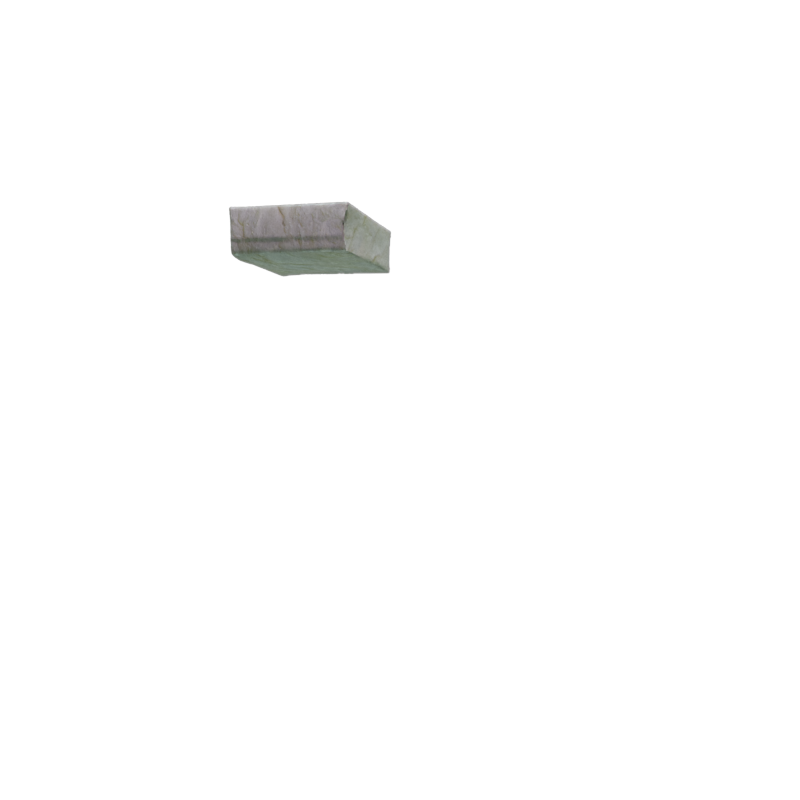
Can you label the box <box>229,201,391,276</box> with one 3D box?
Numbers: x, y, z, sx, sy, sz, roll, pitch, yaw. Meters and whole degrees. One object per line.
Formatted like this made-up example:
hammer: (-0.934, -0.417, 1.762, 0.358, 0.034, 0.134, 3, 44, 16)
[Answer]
box: (-0.064, -0.116, 0.814, 0.092, 0.039, 0.110, -1, -1, 17)
